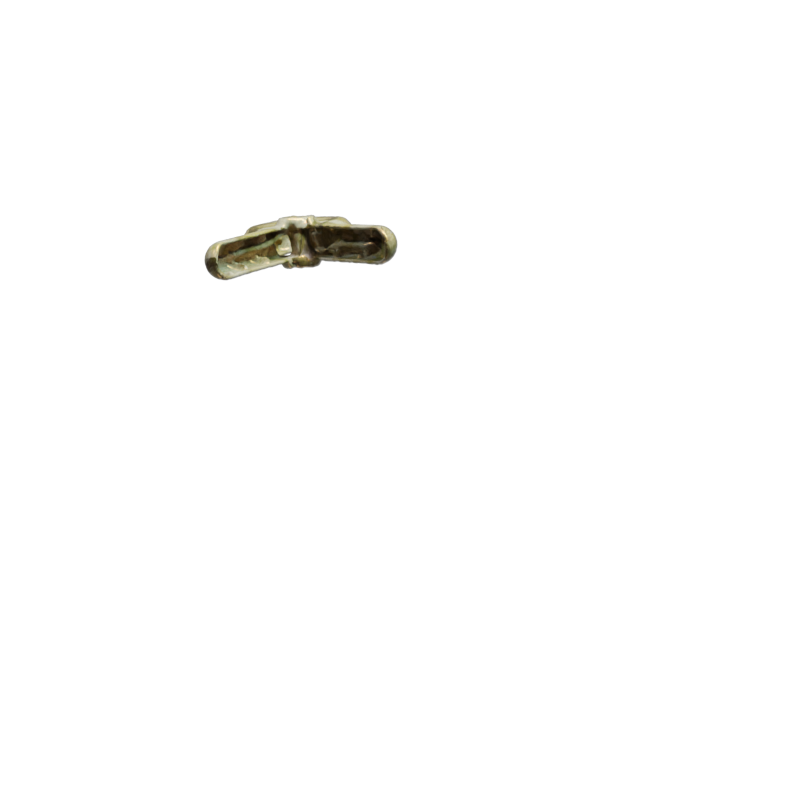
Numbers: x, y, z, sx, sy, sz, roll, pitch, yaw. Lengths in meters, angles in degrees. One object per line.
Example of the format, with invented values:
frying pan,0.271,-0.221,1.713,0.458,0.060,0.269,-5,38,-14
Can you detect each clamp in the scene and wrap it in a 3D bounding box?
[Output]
clamp,-0.060,-0.109,0.762,0.121,0.038,0.175,1,16,4
